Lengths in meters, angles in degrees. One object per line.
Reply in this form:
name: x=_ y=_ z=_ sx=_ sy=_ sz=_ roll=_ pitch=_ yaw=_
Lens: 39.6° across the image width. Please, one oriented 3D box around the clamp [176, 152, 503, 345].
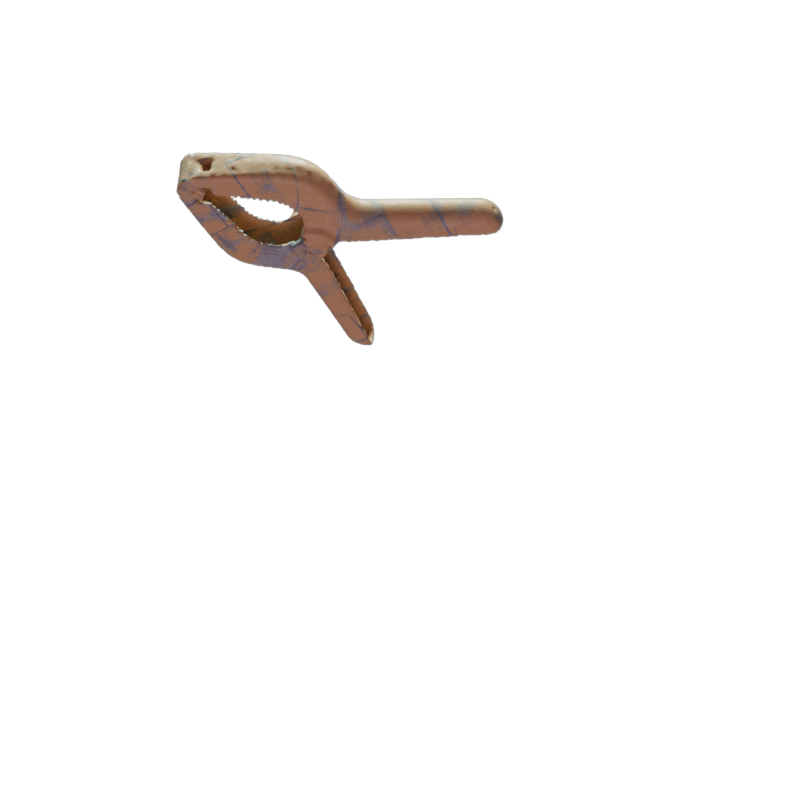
clamp: x=-0.059 y=-0.108 z=0.757 sx=0.202 sy=0.039 sz=0.159 roll=17 pitch=-42 yaw=-20
